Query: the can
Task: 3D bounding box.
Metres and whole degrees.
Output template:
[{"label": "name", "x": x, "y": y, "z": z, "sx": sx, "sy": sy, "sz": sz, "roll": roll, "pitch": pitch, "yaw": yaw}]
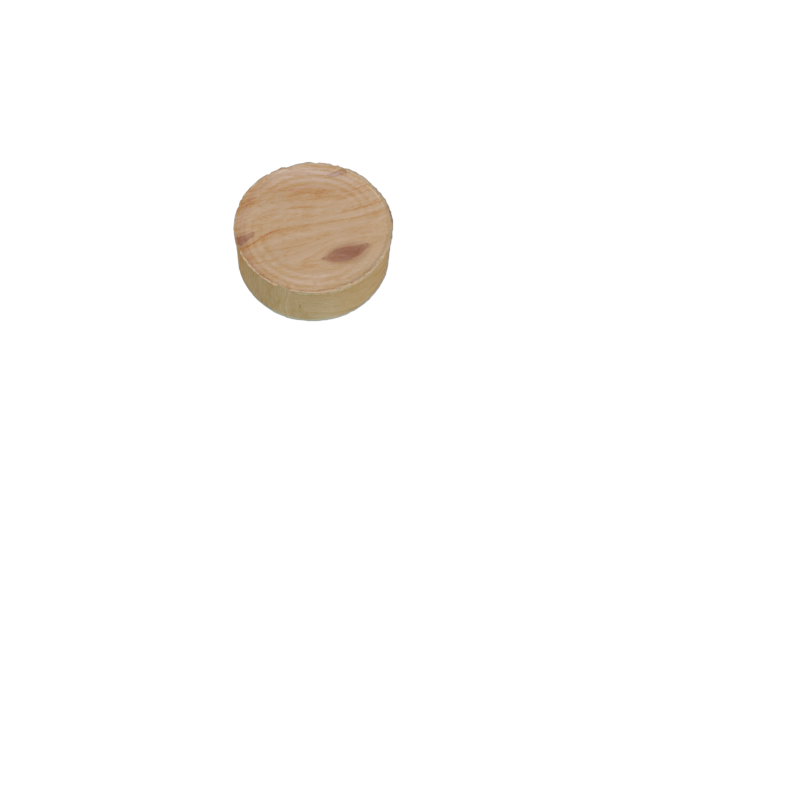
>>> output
[{"label": "can", "x": -0.048, "y": -0.087, "z": 0.607, "sx": 0.086, "sy": 0.092, "sz": 0.031, "roll": -1, "pitch": -32, "yaw": -1}]
